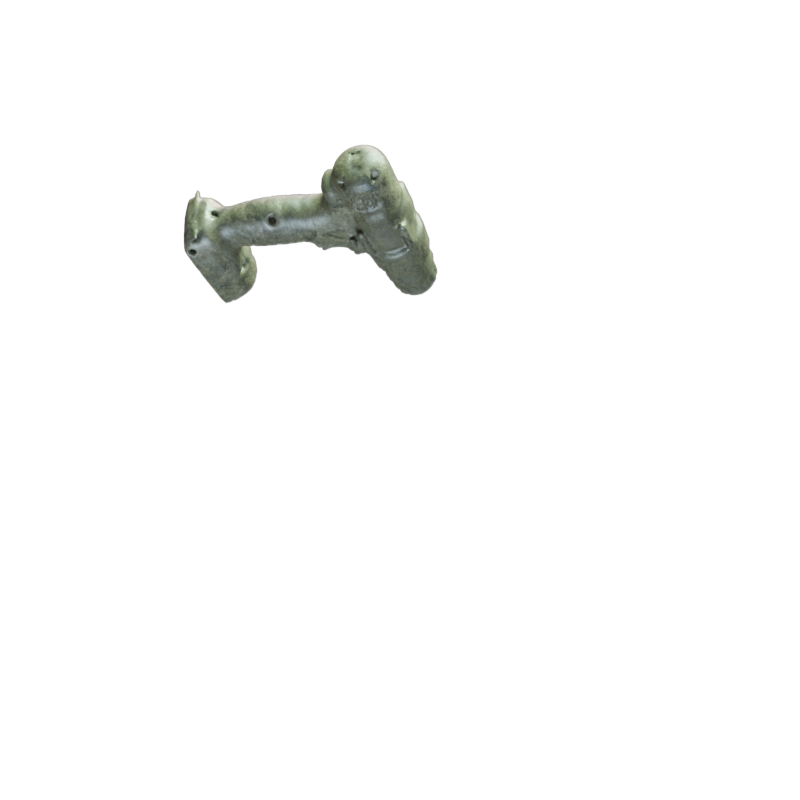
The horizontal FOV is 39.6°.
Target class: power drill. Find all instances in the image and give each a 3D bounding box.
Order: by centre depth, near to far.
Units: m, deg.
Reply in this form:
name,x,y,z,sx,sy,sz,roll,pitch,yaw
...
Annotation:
name,x,y,z,sx,sy,sz,roll,pitch,yaw
power drill,-0.073,-0.133,0.931,0.190,0.061,0.170,-10,-33,15
